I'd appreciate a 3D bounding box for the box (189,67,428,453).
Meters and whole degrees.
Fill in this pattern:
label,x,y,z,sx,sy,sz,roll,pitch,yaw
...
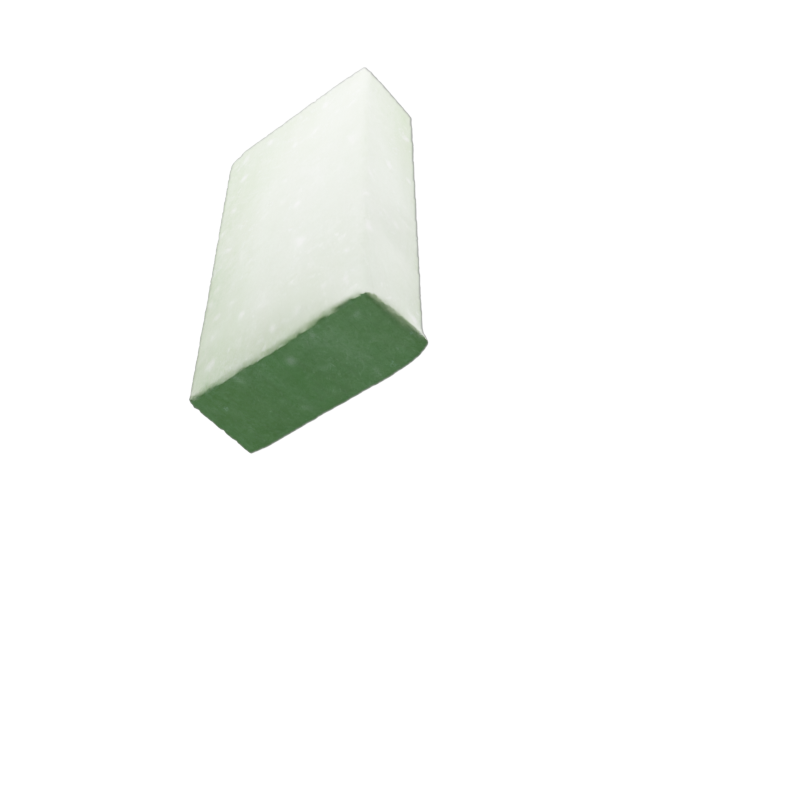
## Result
label,x,y,z,sx,sy,sz,roll,pitch,yaw
box,-0.039,-0.071,0.495,0.093,0.189,0.045,-31,-53,22
